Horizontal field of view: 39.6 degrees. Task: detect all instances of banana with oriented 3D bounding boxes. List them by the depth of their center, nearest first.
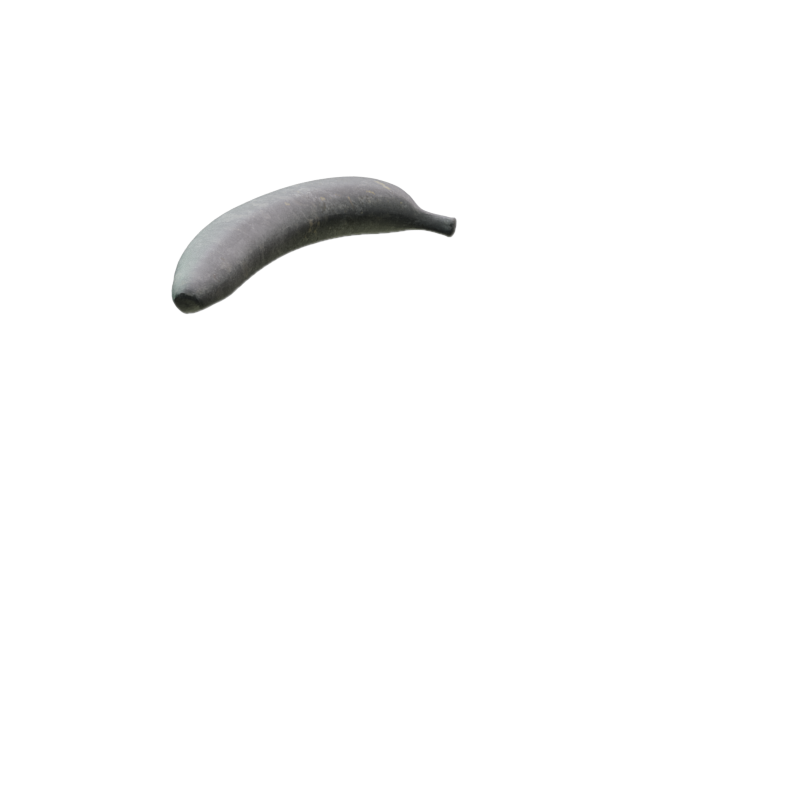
[{"bbox_3d":[-0.058,-0.095,0.624,0.195,0.035,0.074,-24,36,-37],"label":"banana"}]
